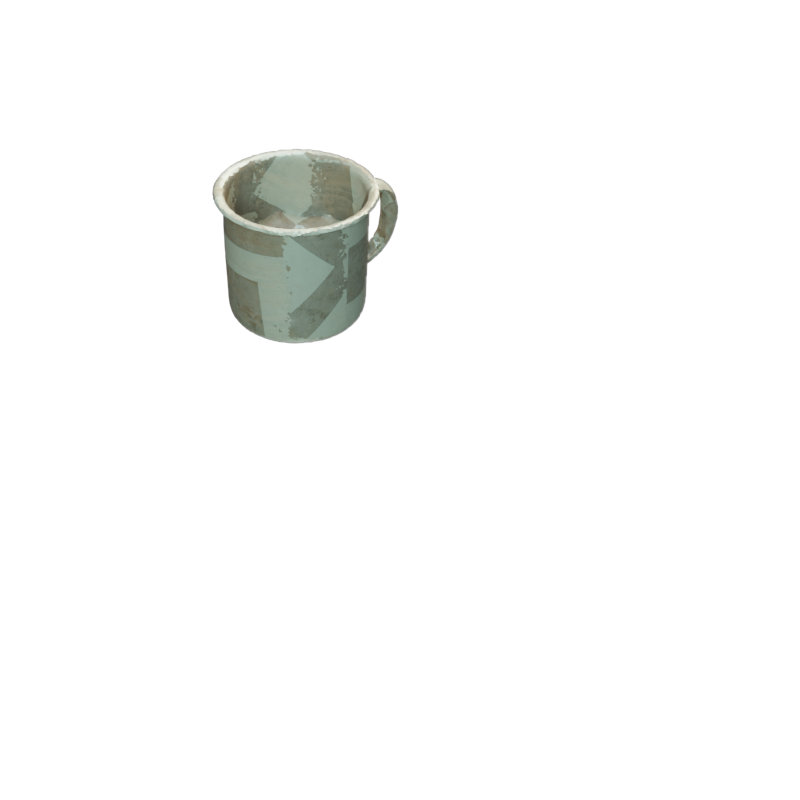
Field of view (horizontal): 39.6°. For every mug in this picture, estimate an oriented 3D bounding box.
[{"bbox_3d":[-0.050,-0.092,0.644,0.116,0.076,0.100,-26,45,-31],"label":"mug"}]
